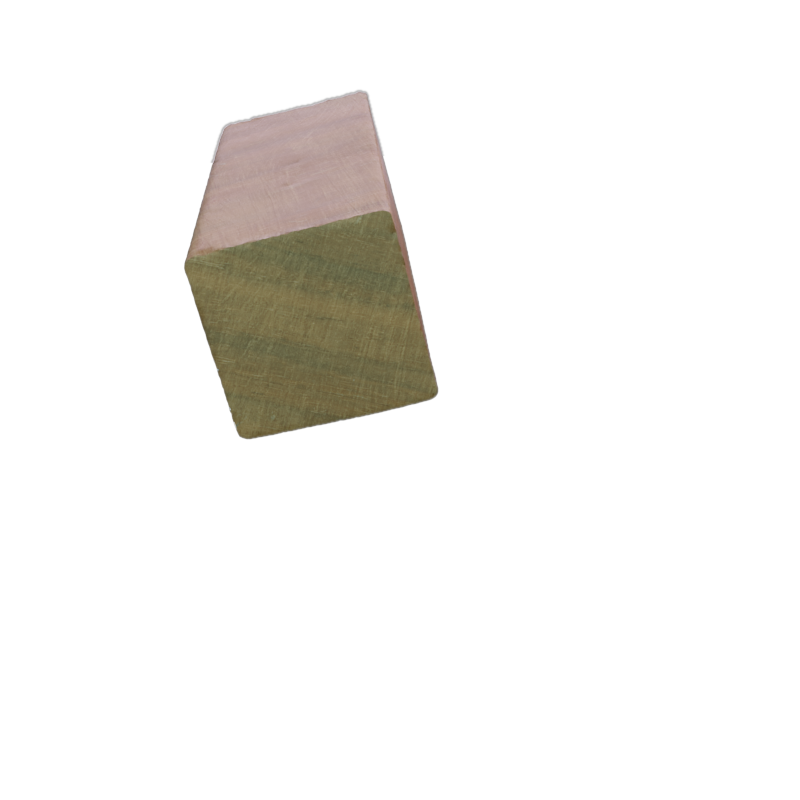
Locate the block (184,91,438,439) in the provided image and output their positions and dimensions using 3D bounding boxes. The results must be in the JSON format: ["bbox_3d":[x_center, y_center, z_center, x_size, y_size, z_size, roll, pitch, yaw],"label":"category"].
[{"bbox_3d":[-0.044,-0.079,0.554,0.090,0.086,0.218,-14,27,3],"label":"block"}]
